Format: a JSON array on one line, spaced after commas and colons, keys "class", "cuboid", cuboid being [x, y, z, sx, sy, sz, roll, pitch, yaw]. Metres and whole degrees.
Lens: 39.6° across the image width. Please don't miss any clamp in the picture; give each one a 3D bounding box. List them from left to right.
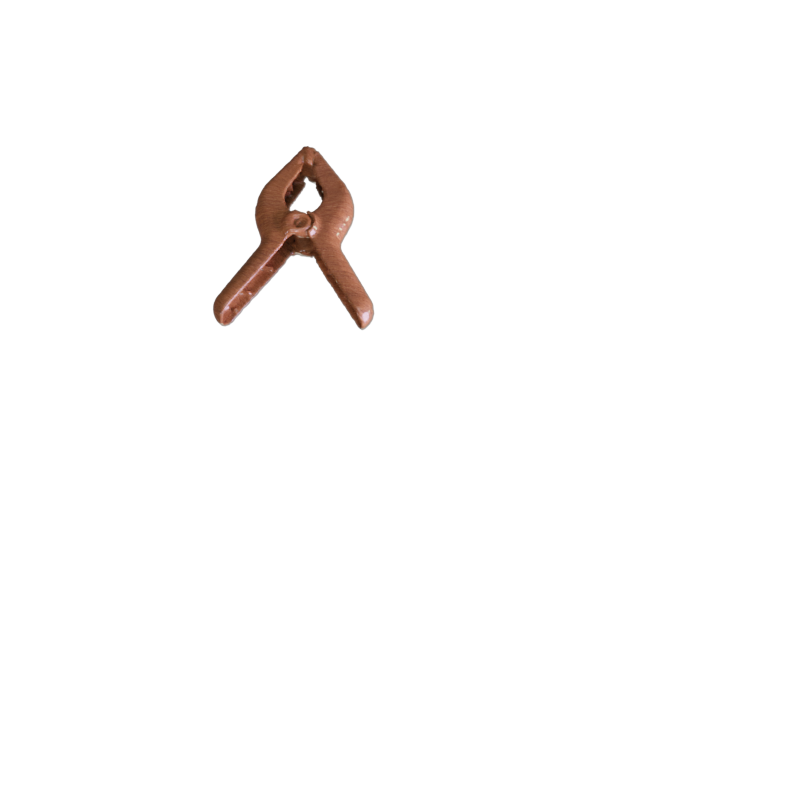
[{"class": "clamp", "cuboid": [-0.068, -0.124, 0.867, 0.121, 0.180, 0.037, 10, -30, 6]}]
